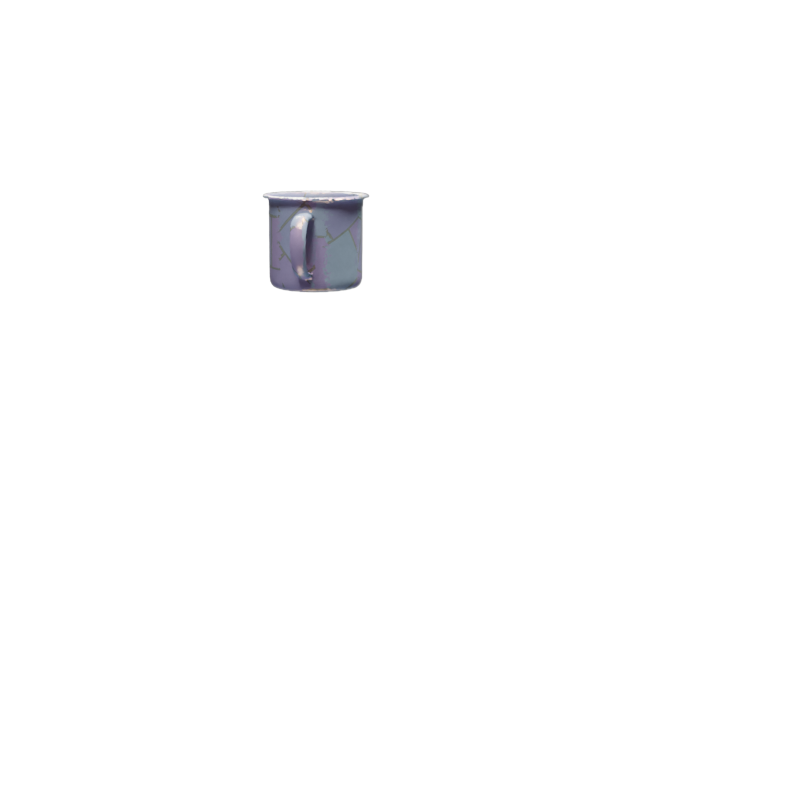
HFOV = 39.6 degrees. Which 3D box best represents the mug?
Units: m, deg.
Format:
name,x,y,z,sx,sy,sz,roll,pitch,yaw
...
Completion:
name,x,y,z,sx,sy,sz,roll,pitch,yaw
mug,-0.075,-0.137,0.960,0.094,0.080,0.118,2,12,7
